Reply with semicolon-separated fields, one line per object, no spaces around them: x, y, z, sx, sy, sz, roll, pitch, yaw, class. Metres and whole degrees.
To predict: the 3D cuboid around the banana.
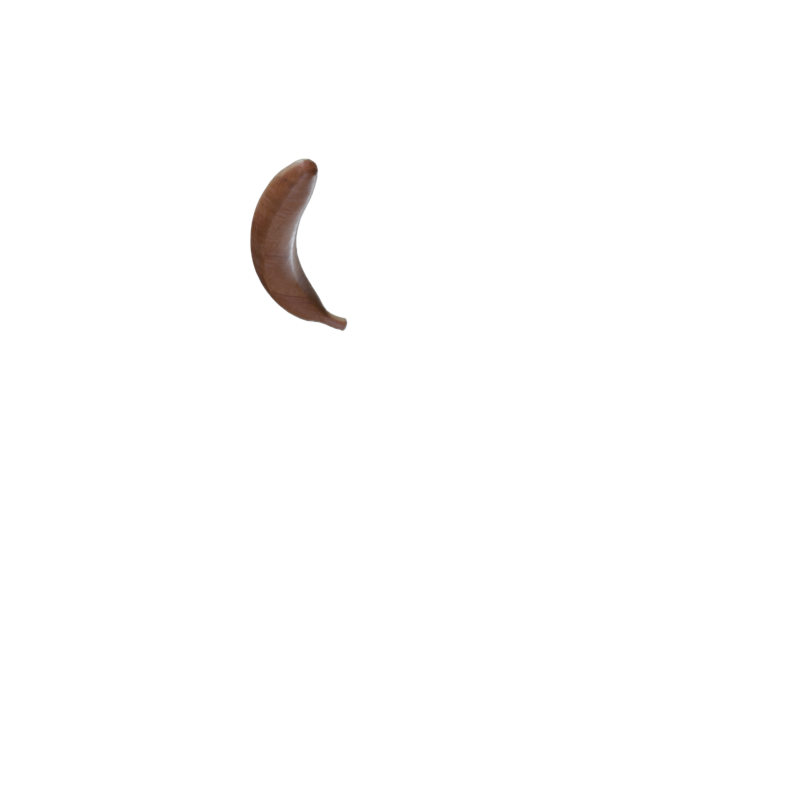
-0.088;-0.124;0.901;0.070;0.039;0.183;-4;-37;4;banana
